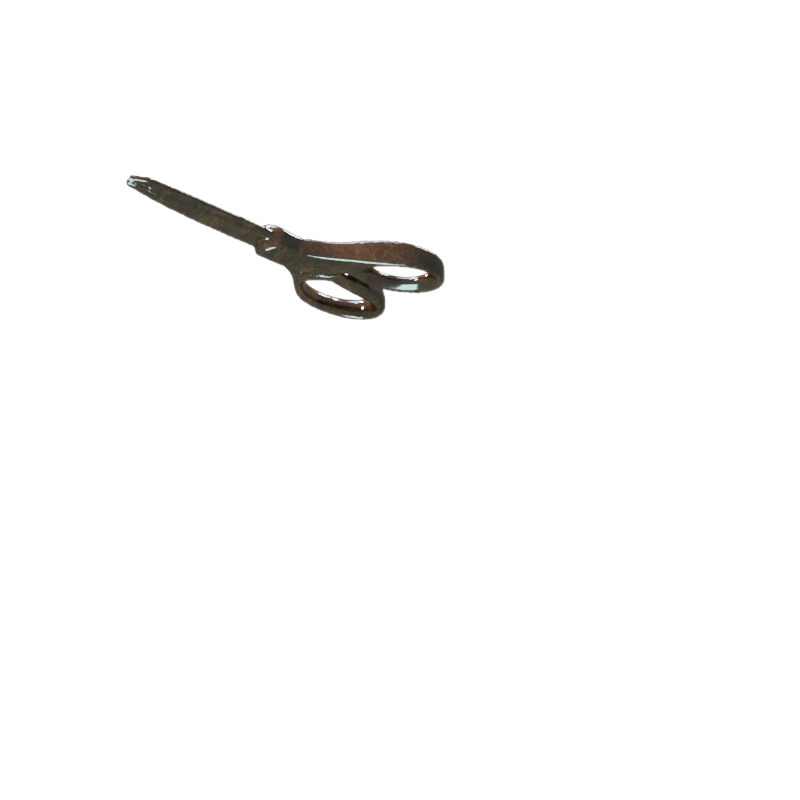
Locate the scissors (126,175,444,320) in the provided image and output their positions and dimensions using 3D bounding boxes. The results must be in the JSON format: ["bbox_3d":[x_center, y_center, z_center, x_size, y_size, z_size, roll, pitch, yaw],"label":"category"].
[{"bbox_3d":[-0.046,-0.083,0.582,0.098,0.017,0.188,-8,-20,24],"label":"scissors"}]
